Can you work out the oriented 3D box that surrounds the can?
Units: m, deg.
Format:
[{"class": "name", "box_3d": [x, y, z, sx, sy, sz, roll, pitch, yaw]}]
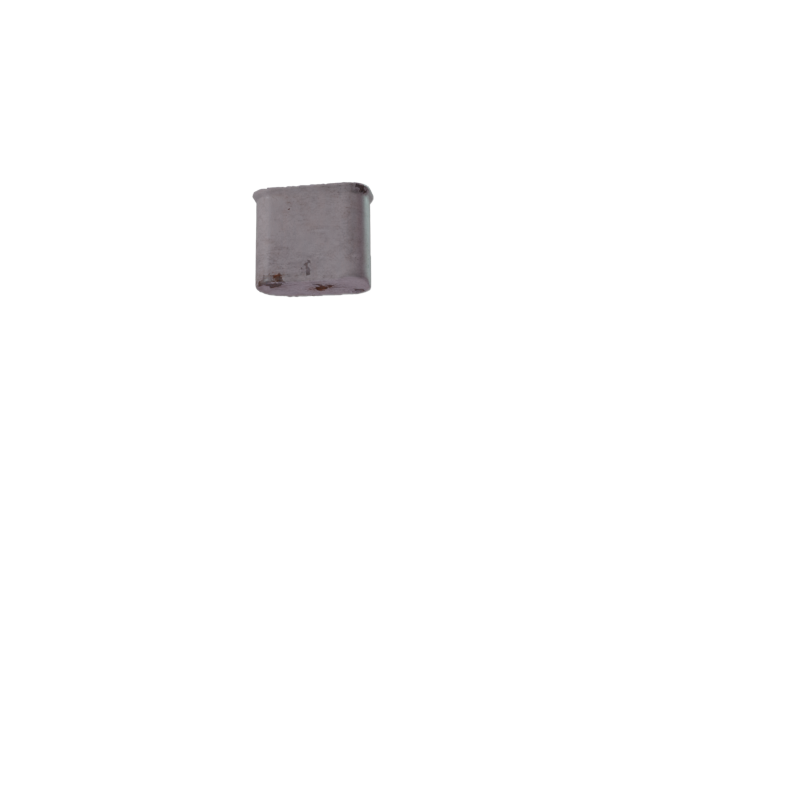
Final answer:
[{"class": "can", "box_3d": [-0.074, -0.134, 0.942, 0.103, 0.087, 0.055, -3, -14, 10]}]
